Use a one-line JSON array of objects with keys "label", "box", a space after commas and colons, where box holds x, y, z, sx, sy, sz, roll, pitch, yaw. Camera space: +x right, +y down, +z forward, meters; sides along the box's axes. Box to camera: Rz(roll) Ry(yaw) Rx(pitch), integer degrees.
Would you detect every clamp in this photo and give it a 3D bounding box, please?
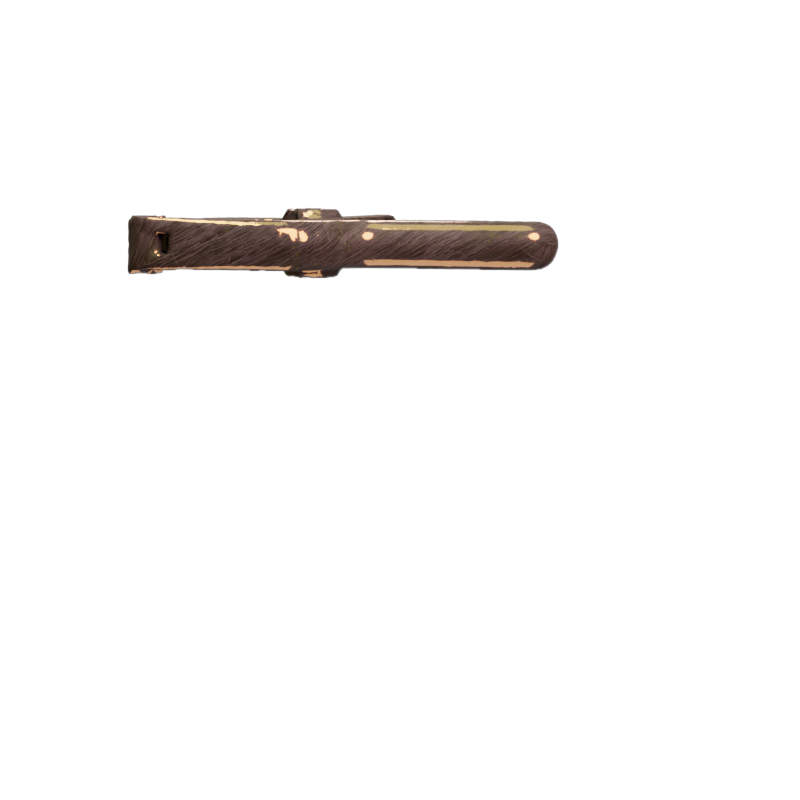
[{"label": "clamp", "box": [-0.047, -0.085, 0.597, 0.205, 0.036, 0.171, -4, 10, -23]}]
